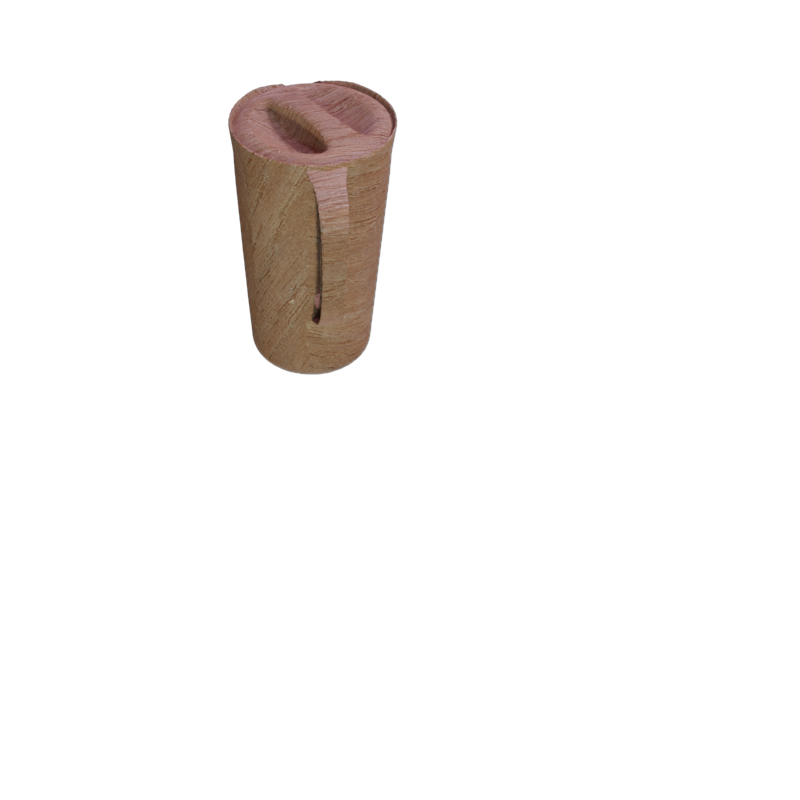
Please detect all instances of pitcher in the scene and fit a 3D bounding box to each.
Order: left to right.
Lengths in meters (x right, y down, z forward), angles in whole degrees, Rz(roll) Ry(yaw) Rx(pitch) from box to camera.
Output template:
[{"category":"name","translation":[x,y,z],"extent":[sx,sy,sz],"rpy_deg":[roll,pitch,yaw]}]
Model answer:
[{"category":"pitcher","translation":[-0.073,-0.133,0.933],"extent":[0.152,0.227,0.152],"rpy_deg":[24,45,23]}]
